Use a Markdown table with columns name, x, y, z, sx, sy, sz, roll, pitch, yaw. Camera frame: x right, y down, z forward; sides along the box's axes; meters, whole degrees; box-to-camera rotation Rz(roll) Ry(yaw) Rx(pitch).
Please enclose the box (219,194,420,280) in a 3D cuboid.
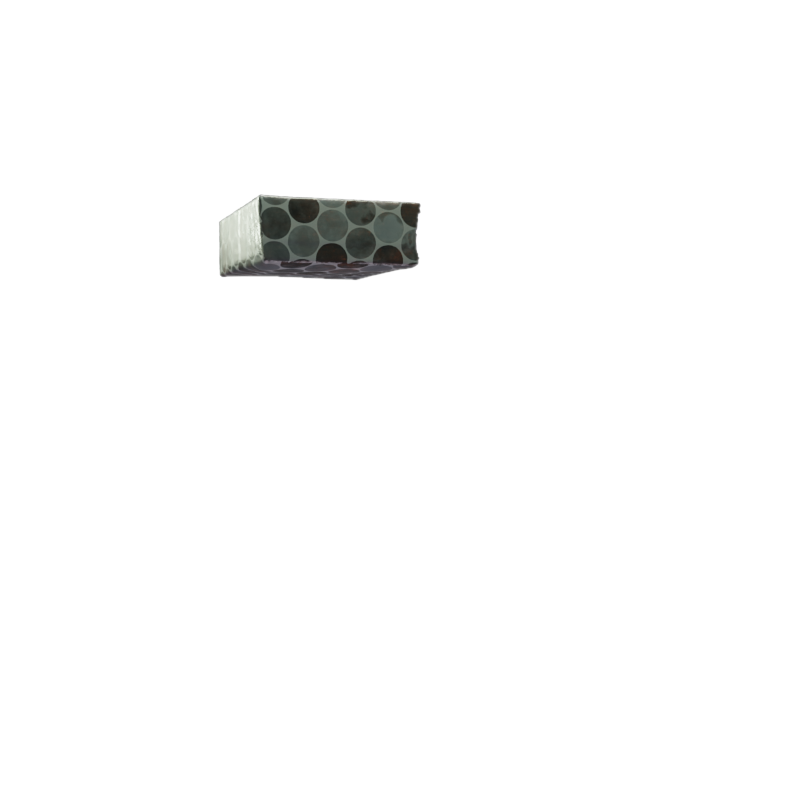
| name | x | y | z | sx | sy | sz | roll | pitch | yaw |
| --- | --- | --- | --- | --- | --- | --- | --- | --- | --- |
| box | -0.049 | -0.090 | 0.630 | 0.088 | 0.039 | 0.116 | -1 | 3 | -19 |
